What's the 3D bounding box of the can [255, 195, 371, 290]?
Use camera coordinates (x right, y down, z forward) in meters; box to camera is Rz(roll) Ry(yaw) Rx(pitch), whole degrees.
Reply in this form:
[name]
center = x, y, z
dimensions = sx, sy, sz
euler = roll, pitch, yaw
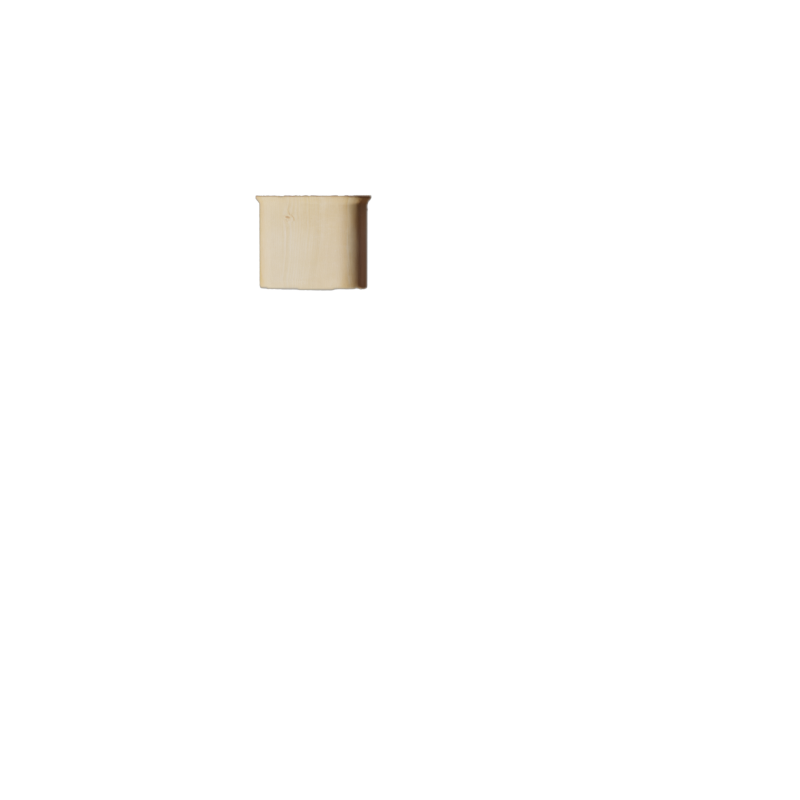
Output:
[can]
center = -0.078, -0.142, 0.994
dimensions = 0.105, 0.083, 0.056
euler = 3, 5, 20
